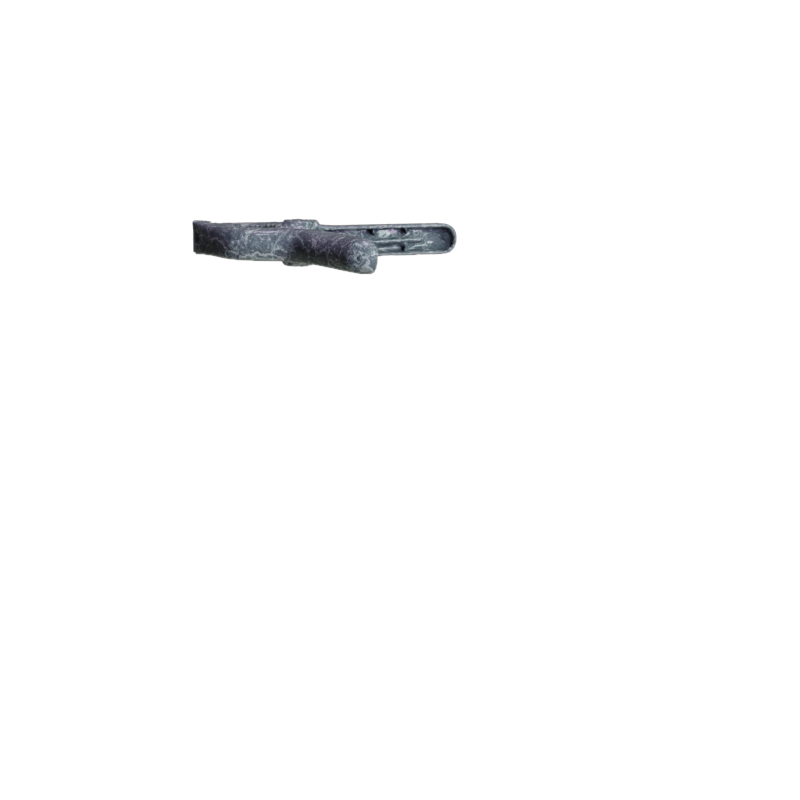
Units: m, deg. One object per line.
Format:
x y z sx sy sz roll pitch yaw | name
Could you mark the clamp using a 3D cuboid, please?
-0.069 -0.126 0.880 0.219 0.036 0.161 8 15 32 | clamp
